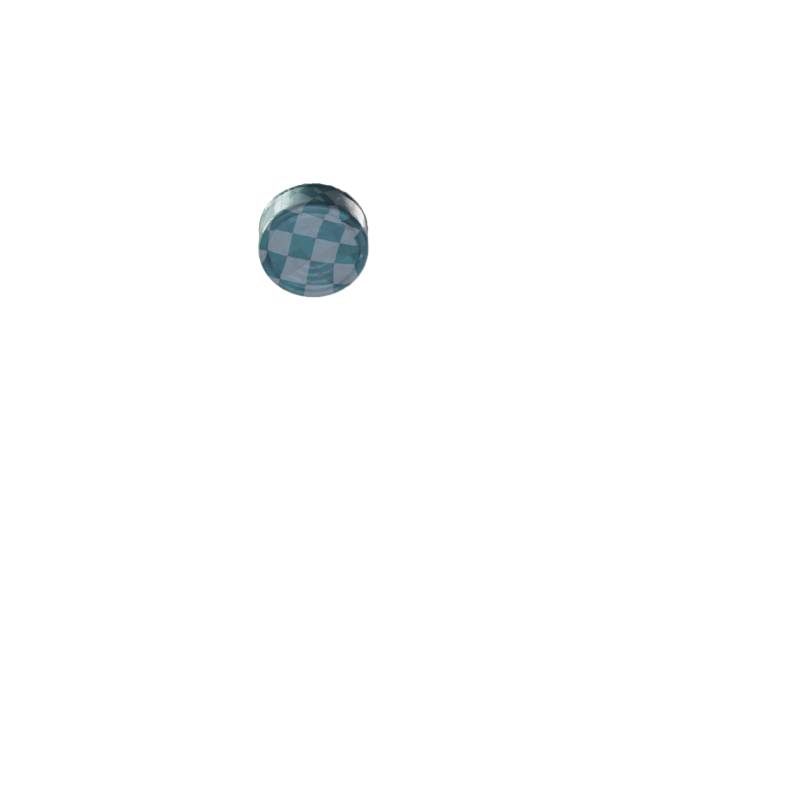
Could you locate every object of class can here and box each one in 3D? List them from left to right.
[{"bbox_3d":[-0.067,-0.122,0.854,0.086,0.080,0.036,1,35,-1],"label":"can"}]
